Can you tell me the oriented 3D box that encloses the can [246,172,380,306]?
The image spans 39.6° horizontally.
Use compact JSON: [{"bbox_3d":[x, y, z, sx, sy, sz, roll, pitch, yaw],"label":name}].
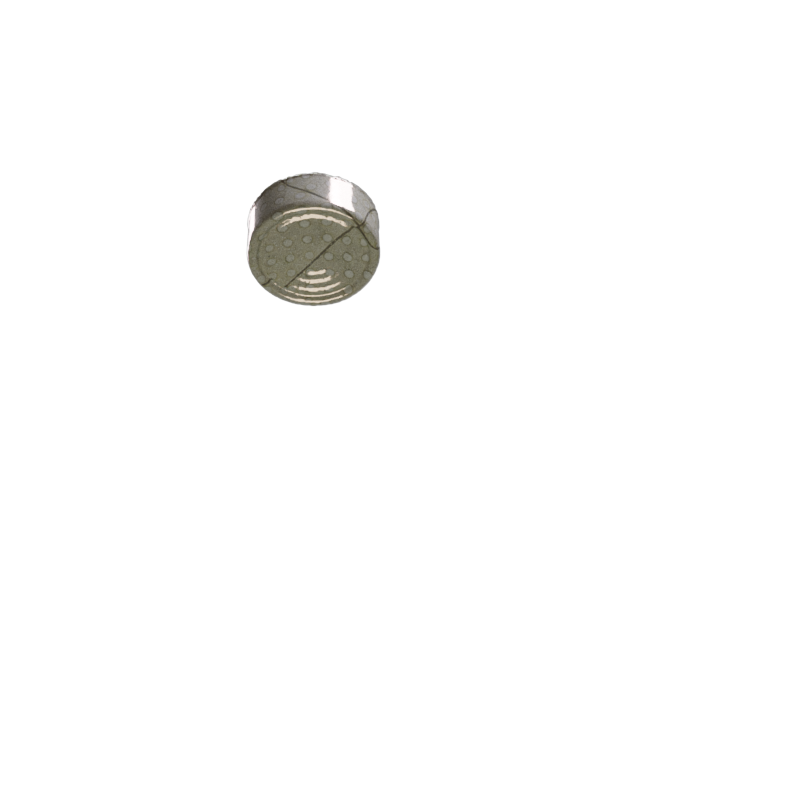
[{"bbox_3d":[-0.055,-0.101,0.708,0.086,0.080,0.036,1,43,-1],"label":"can"}]
